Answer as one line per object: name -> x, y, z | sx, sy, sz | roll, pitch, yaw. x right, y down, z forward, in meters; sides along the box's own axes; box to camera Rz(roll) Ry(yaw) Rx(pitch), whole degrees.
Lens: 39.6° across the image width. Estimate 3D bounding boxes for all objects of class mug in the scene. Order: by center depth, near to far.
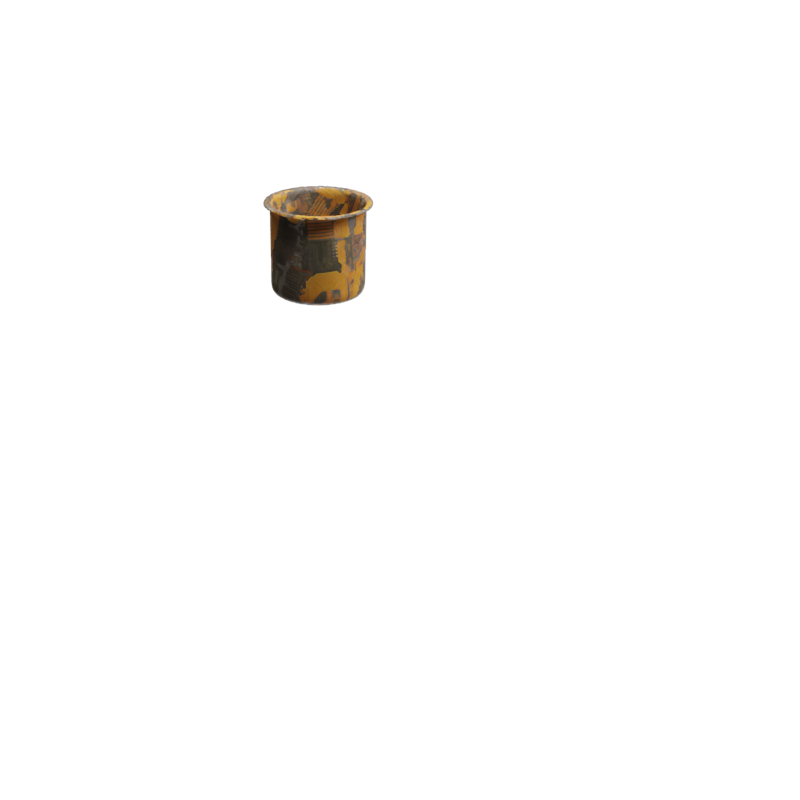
mug -> -0.075, -0.137, 0.960 | 0.091, 0.078, 0.125 | -9, 26, -21
